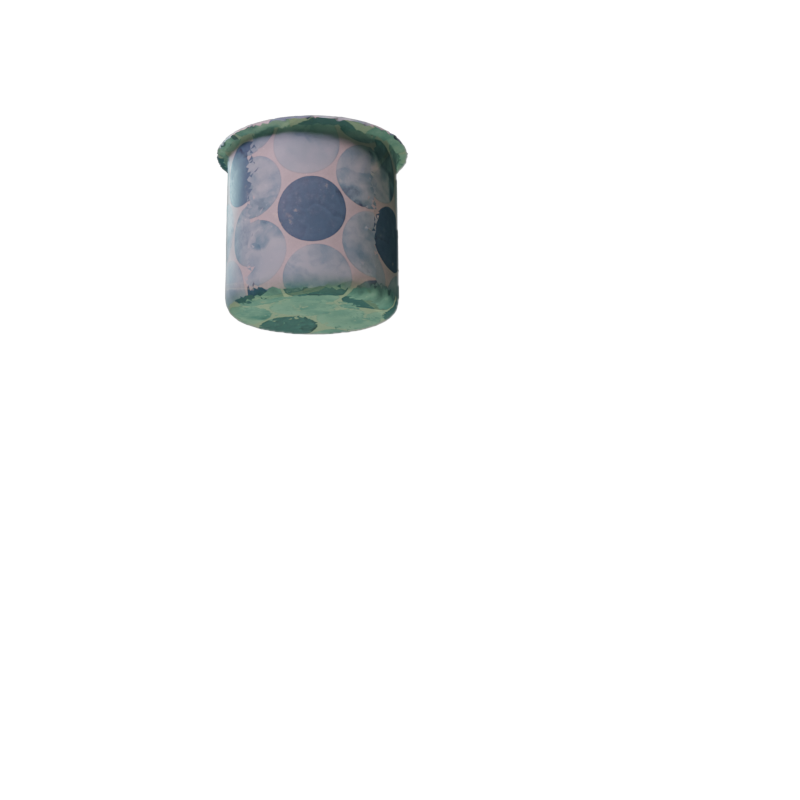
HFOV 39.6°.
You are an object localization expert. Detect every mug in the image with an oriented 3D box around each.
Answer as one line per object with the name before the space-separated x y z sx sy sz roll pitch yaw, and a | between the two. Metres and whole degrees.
mug | -0.042 -0.077 0.541 0.093 0.085 0.113 -1 -14 0
